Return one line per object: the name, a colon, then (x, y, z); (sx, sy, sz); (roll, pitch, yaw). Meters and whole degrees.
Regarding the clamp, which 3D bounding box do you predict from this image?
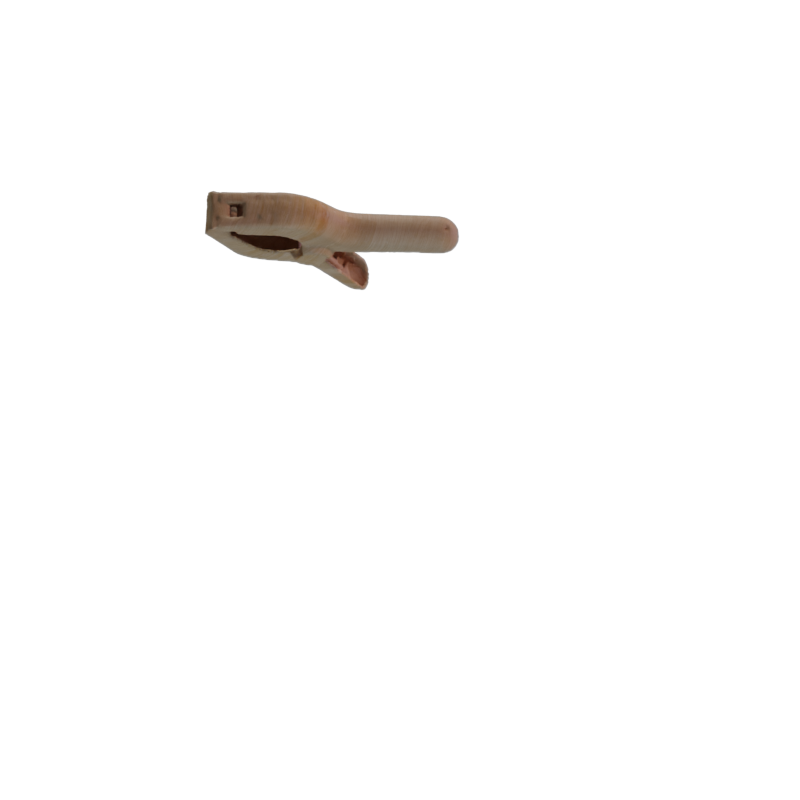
clamp: (-0.060, -0.109, 0.767); (0.165, 0.041, 0.118); (9, -22, -23)
